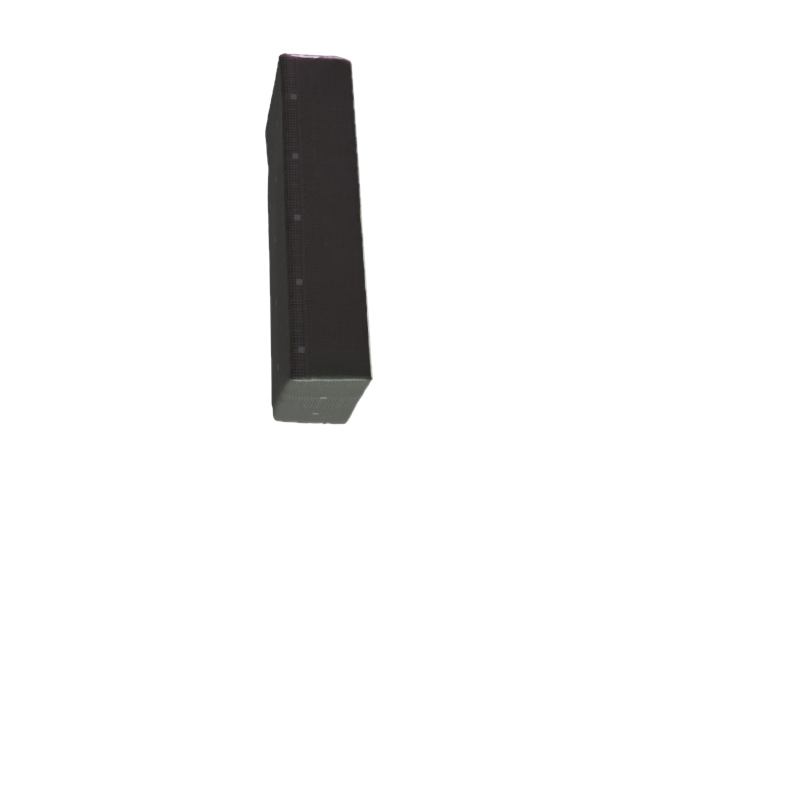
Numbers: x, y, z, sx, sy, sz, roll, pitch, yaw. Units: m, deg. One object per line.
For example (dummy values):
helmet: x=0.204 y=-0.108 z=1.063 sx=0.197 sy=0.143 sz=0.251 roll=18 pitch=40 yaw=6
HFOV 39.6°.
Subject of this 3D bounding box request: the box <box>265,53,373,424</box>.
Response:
box: x=-0.045 y=-0.083 z=0.583 sx=0.047 sy=0.185 sz=0.090 roll=2 pitch=-20 yaw=-10
